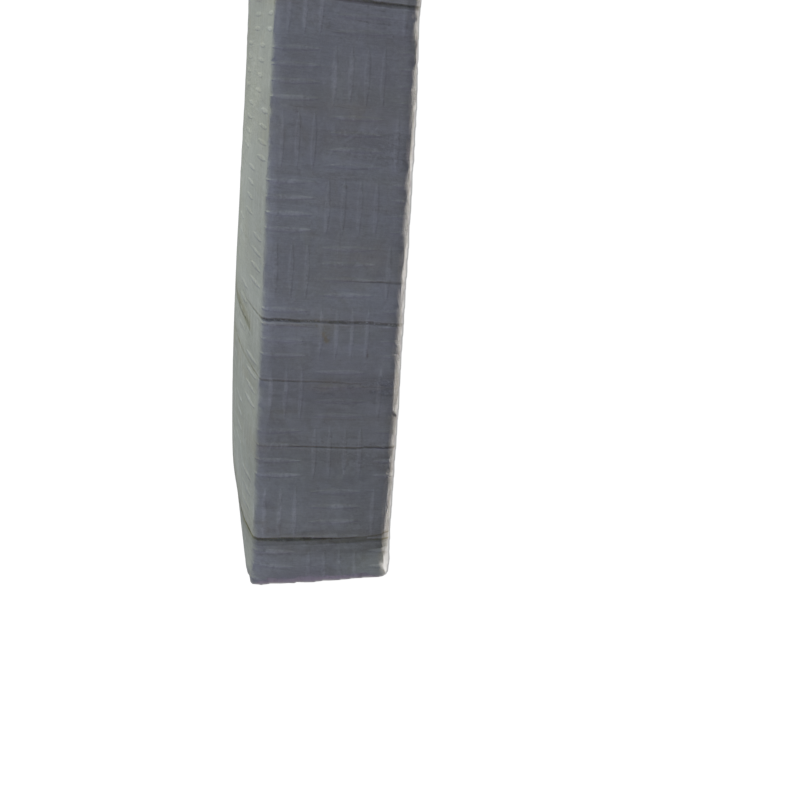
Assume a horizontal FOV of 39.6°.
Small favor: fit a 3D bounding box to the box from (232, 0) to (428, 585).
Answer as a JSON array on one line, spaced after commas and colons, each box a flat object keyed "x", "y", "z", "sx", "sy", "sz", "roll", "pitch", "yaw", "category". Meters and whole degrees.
[{"x": -0.026, "y": -0.047, "z": 0.331, "sx": 0.047, "sy": 0.172, "sz": 0.097, "roll": -1, "pitch": 12, "yaw": -11, "category": "box"}]
